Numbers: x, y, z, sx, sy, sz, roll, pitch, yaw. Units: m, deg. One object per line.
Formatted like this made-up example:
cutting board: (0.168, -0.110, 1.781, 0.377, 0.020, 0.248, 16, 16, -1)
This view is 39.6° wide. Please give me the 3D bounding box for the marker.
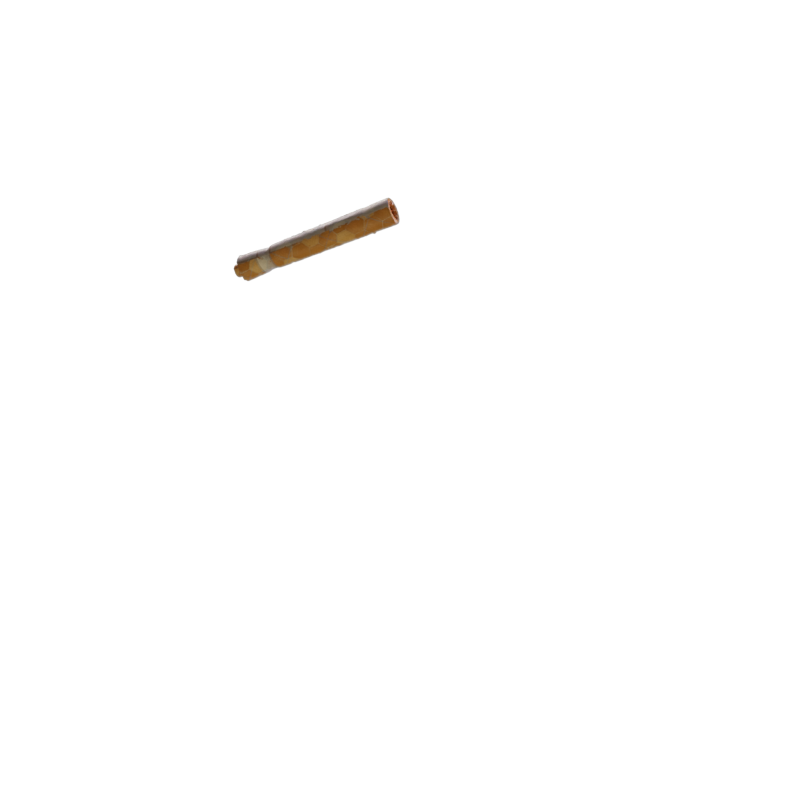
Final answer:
marker: (-0.059, -0.107, 0.749, 0.122, 0.020, 0.019, -18, -2, 20)
